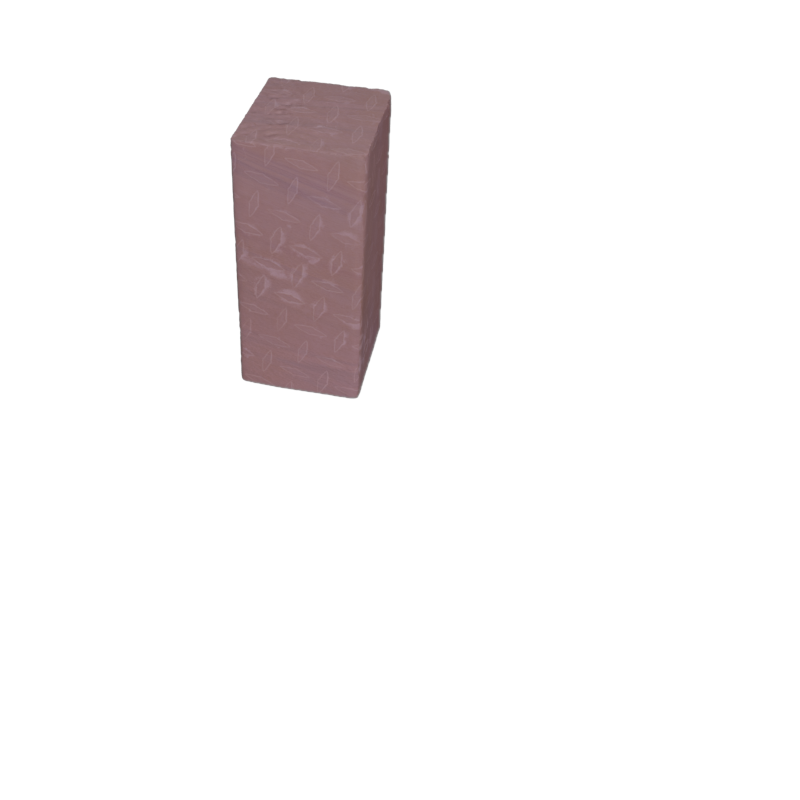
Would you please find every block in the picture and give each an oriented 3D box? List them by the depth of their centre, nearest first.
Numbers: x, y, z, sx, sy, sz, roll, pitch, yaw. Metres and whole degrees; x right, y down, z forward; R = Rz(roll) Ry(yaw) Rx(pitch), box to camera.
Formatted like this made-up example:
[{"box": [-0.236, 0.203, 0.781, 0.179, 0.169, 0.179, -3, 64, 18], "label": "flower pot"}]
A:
[{"box": [-0.061, -0.111, 0.781, 0.092, 0.192, 0.095, 9, 39, 8], "label": "block"}]
